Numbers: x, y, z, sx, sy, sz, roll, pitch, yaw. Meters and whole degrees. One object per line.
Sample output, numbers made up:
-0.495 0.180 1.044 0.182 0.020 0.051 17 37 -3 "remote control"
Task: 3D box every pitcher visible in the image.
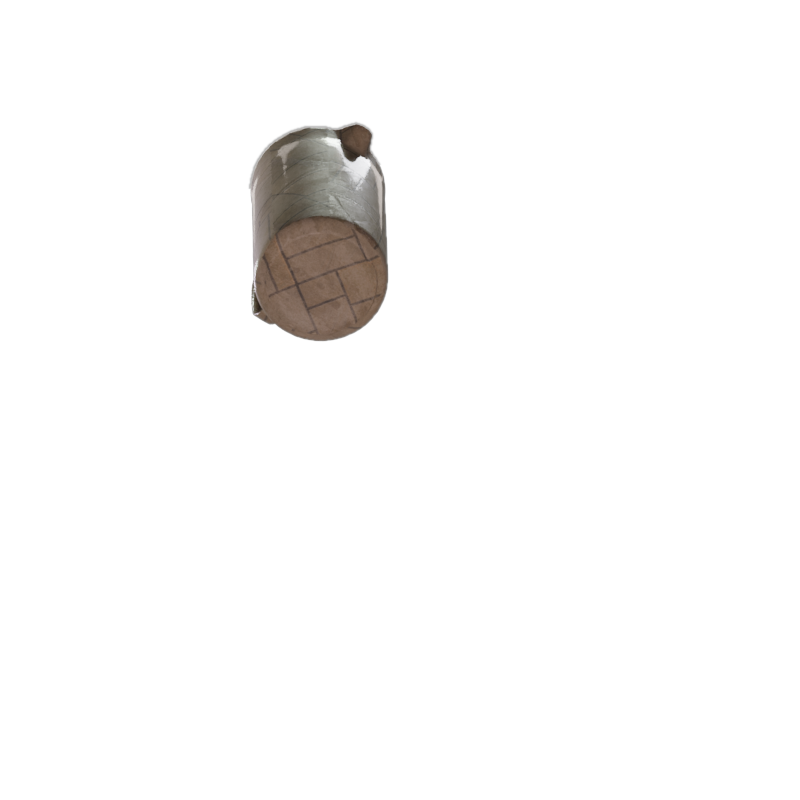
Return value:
-0.077 -0.141 0.988 0.145 0.141 0.256 -10 26 2 "pitcher"
